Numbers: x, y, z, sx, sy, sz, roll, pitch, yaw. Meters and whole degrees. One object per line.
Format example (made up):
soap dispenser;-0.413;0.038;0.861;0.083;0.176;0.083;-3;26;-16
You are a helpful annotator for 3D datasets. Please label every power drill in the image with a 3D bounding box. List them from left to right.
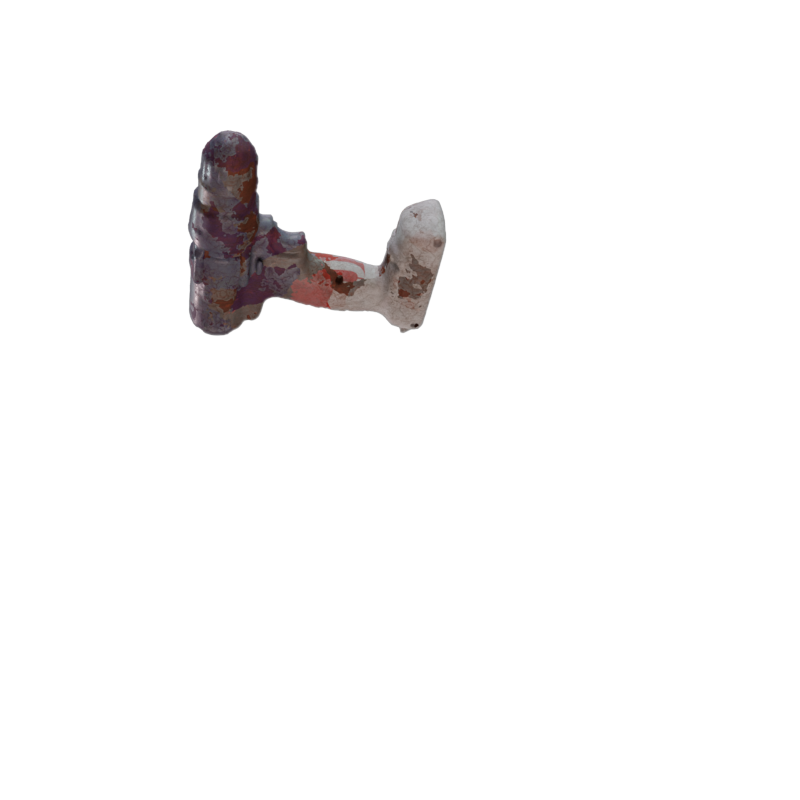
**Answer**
power drill;-0.065;-0.118;0.830;0.186;0.062;0.173;6;-43;-6
